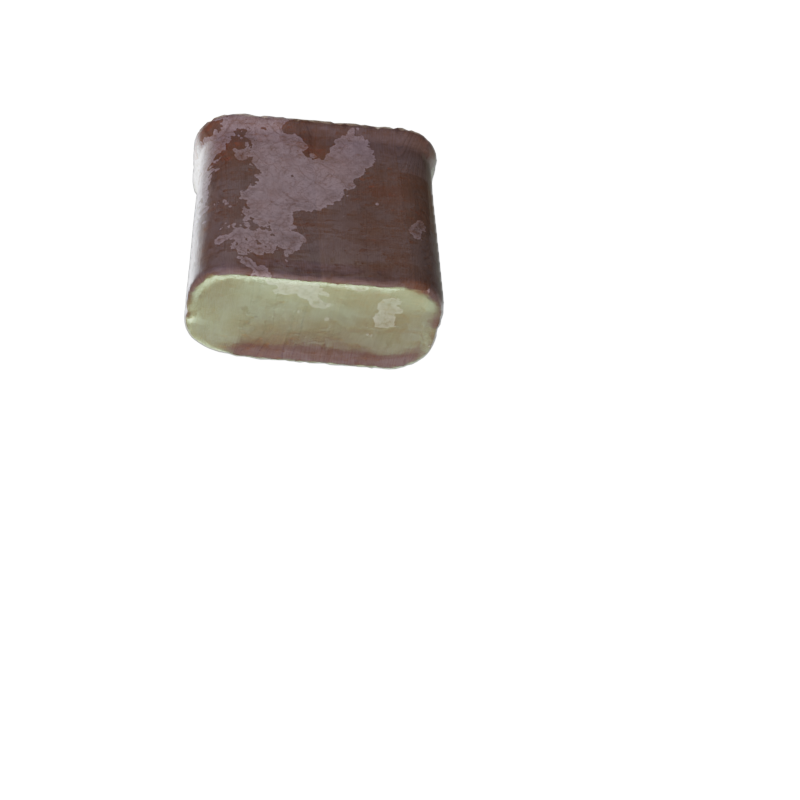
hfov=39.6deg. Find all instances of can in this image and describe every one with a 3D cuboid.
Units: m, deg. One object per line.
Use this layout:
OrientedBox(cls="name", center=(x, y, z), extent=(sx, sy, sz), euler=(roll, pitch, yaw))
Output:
OrientedBox(cls="can", center=(-0.035, -0.063, 0.442), extent=(0.101, 0.090, 0.054), euler=(4, -40, -6))
